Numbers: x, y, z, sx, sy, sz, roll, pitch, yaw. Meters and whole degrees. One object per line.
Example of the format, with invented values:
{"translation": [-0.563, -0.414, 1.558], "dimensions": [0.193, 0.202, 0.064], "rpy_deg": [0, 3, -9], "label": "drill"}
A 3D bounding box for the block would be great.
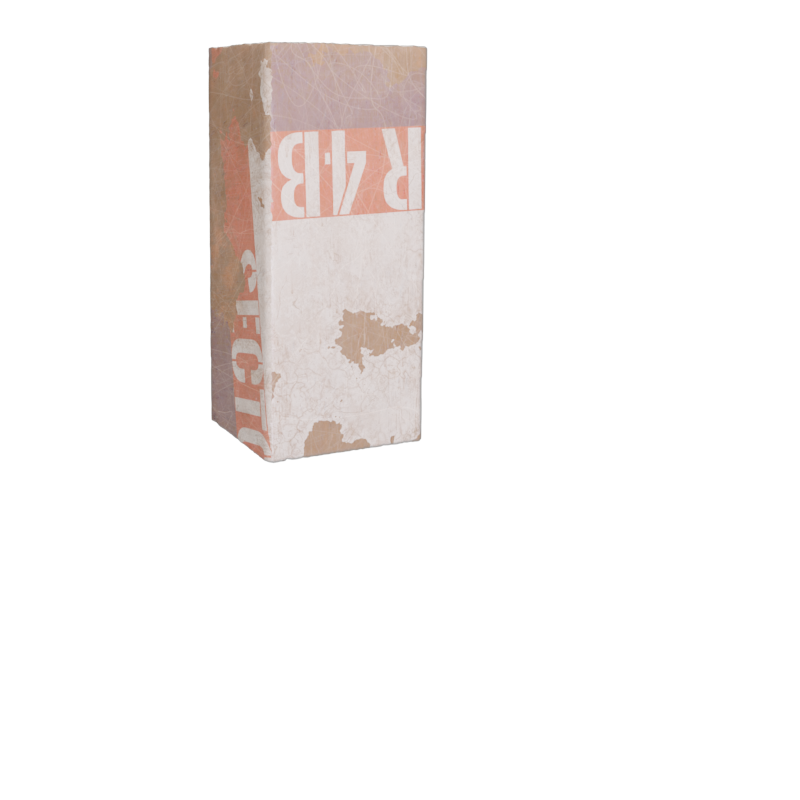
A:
{"translation": [-0.046, -0.085, 0.593], "dimensions": [0.088, 0.202, 0.095], "rpy_deg": [-4, 10, -28], "label": "block"}
